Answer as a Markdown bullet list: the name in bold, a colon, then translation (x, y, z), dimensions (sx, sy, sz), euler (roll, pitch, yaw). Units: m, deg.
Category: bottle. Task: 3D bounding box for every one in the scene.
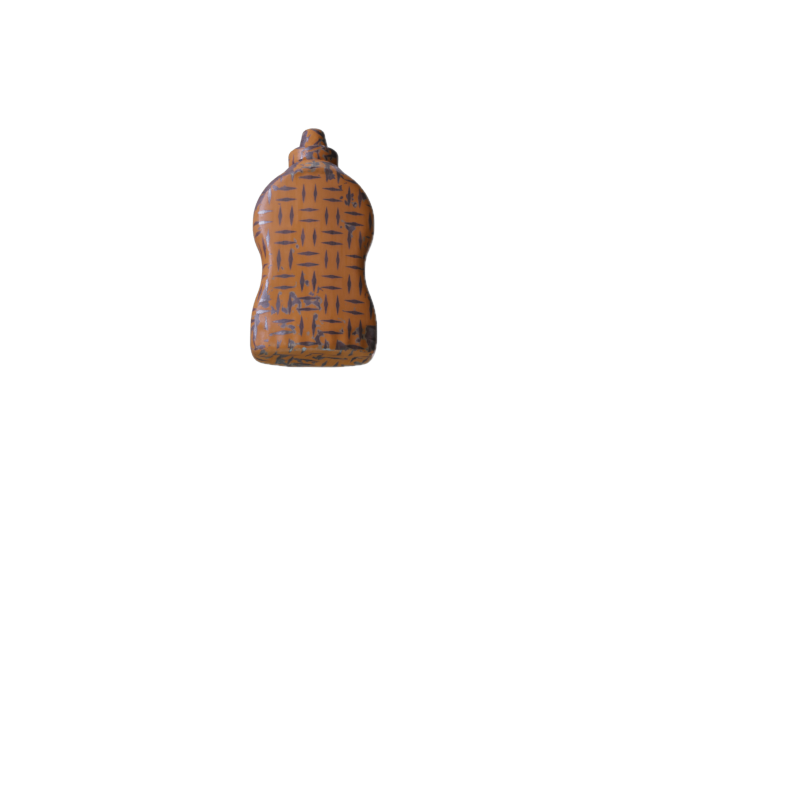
- **bottle**: translation (-0.068, -0.124, 0.870), dimensions (0.096, 0.201, 0.056), euler (0, -19, -2)
